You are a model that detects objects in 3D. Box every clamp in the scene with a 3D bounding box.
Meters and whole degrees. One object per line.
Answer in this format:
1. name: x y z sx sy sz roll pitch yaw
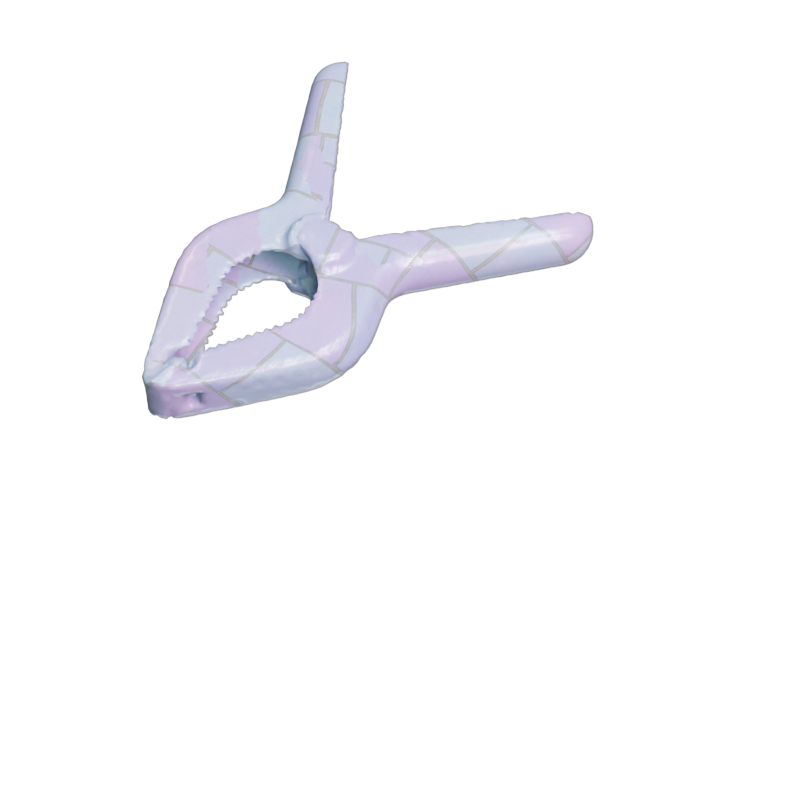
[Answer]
1. clamp: -0.040 -0.072 0.505 0.211 0.175 0.034 -35 -29 -24
